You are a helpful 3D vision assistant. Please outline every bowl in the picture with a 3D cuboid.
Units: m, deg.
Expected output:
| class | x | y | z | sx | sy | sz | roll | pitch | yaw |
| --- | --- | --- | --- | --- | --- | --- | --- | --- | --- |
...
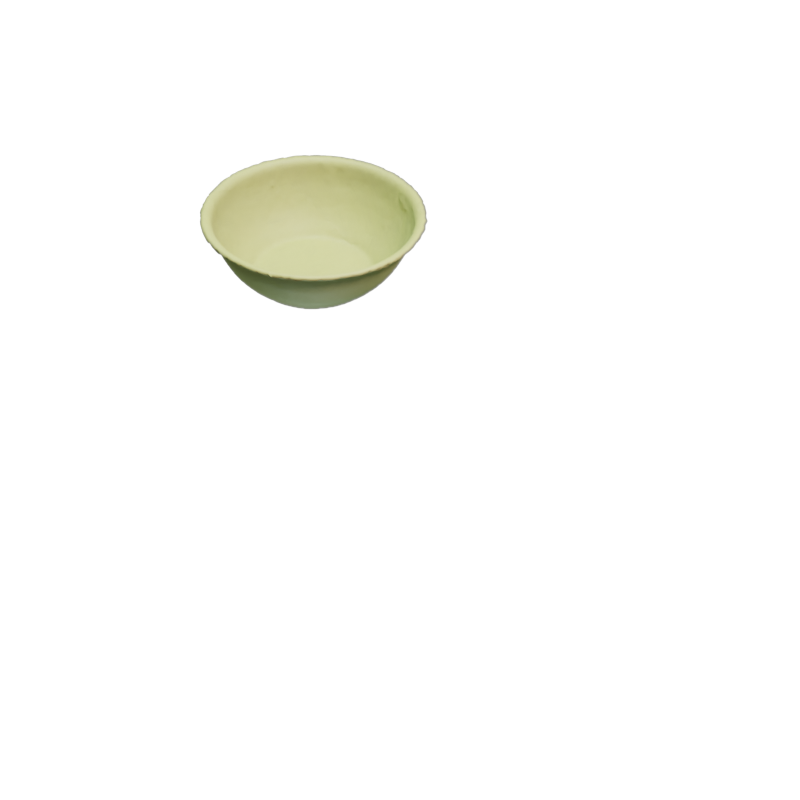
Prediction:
| class | x | y | z | sx | sy | sz | roll | pitch | yaw |
| --- | --- | --- | --- | --- | --- | --- | --- | --- | --- |
| bowl | -0.063 | -0.115 | 0.805 | 0.162 | 0.051 | 0.174 | -1 | 39 | -2 |
